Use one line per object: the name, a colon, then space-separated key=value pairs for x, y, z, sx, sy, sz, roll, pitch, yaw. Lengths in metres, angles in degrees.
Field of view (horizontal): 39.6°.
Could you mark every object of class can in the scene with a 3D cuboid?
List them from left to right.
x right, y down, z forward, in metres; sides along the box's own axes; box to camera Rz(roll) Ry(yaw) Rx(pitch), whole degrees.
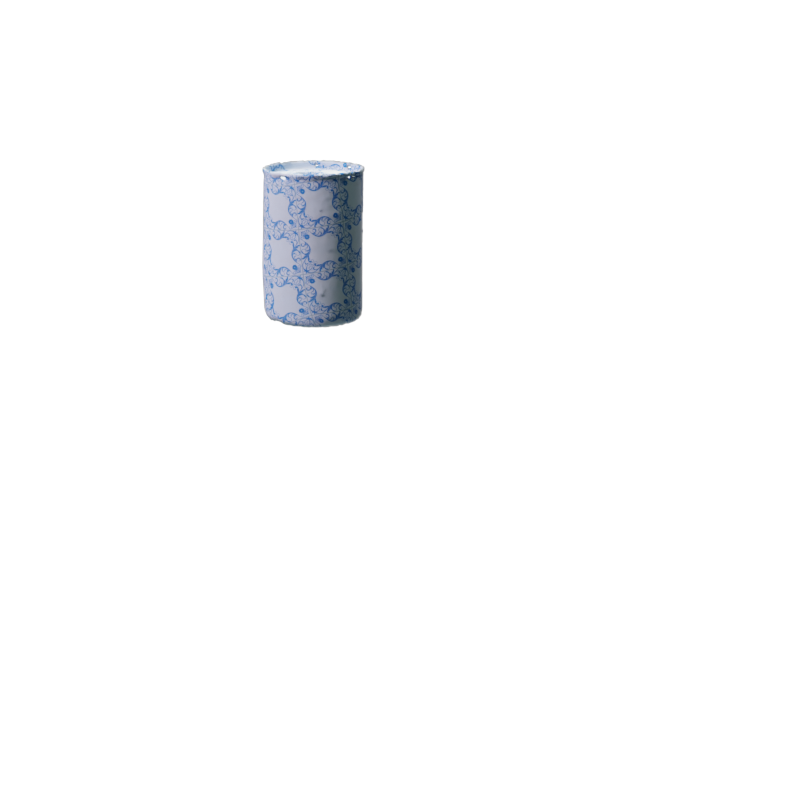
can: x=-0.058 y=-0.107 z=0.746 sx=0.068 sy=0.099 sz=0.071 roll=0 pitch=14 yaw=-2
